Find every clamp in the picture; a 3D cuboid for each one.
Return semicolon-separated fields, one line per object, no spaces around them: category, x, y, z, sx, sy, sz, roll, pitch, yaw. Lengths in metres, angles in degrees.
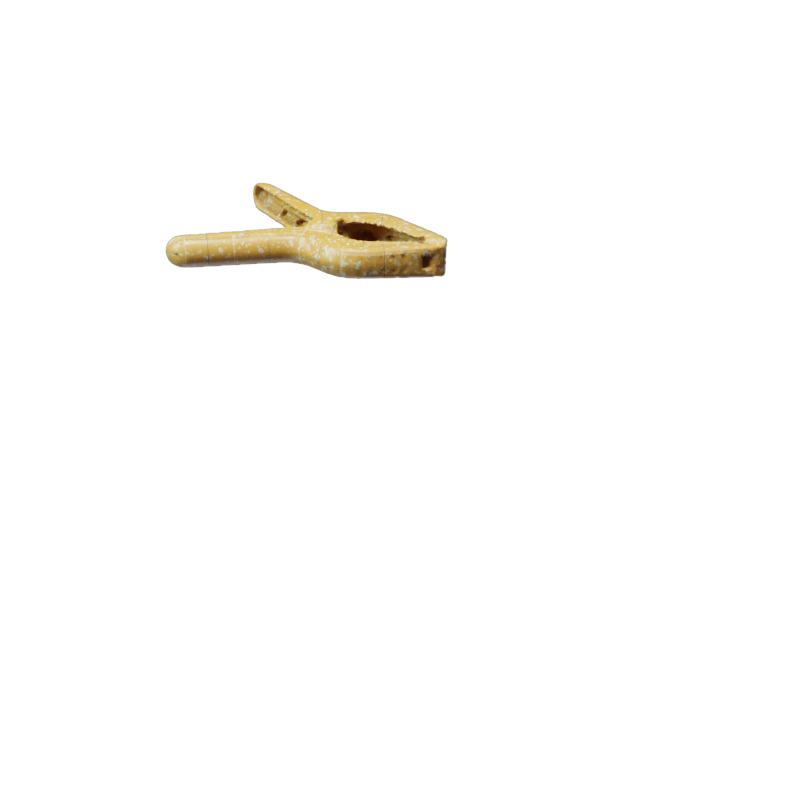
clamp;-0.069;-0.125;0.879;0.219;0.034;0.166;15;32;25
